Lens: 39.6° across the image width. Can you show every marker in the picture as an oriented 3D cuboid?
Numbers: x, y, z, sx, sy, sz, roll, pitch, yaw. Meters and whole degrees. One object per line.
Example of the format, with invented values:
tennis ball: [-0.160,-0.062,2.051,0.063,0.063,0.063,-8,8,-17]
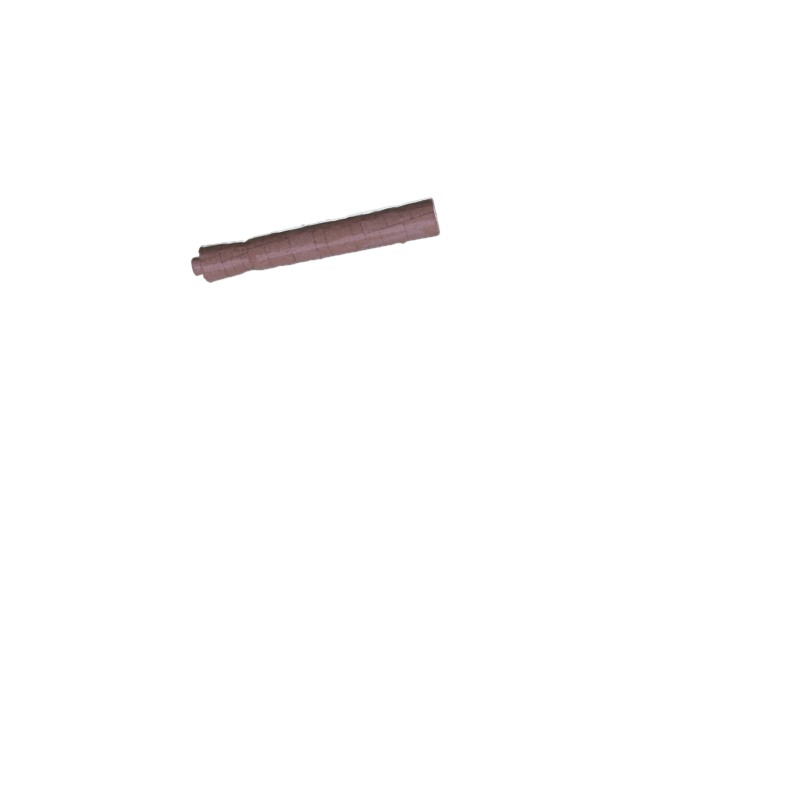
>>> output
marker: [-0.042,-0.076,0.535,0.122,0.020,0.020,-11,3,7]
